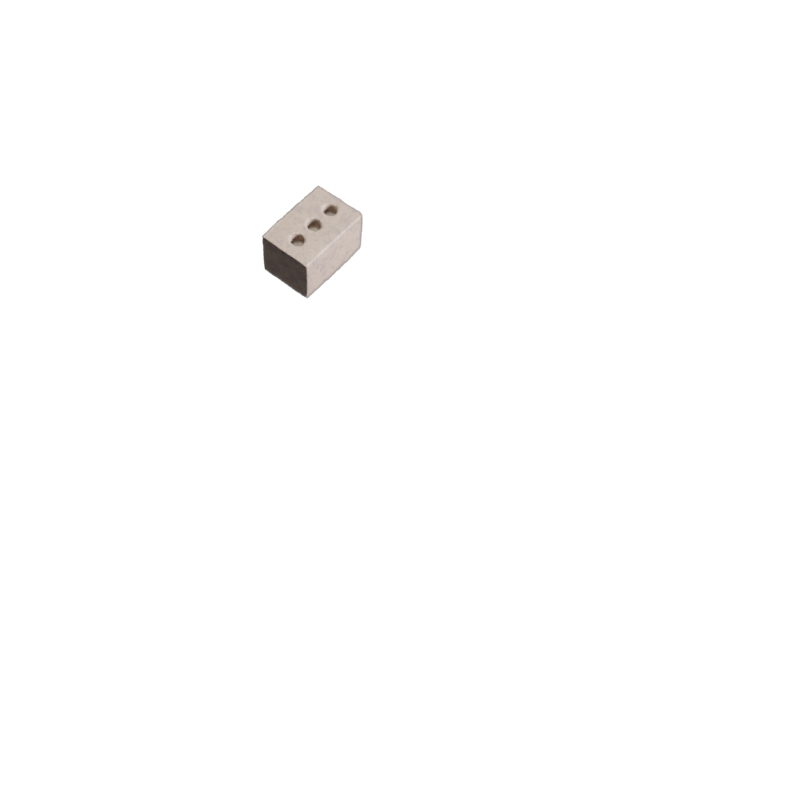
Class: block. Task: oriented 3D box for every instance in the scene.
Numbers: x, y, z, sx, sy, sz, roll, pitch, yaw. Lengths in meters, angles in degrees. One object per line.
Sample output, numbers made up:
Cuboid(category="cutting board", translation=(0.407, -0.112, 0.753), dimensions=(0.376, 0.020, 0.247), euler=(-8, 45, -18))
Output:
Cuboid(category="block", translation=(-0.077, -0.140, 0.978), dimensions=(0.055, 0.079, 0.048), euler=(34, -28, 19))
